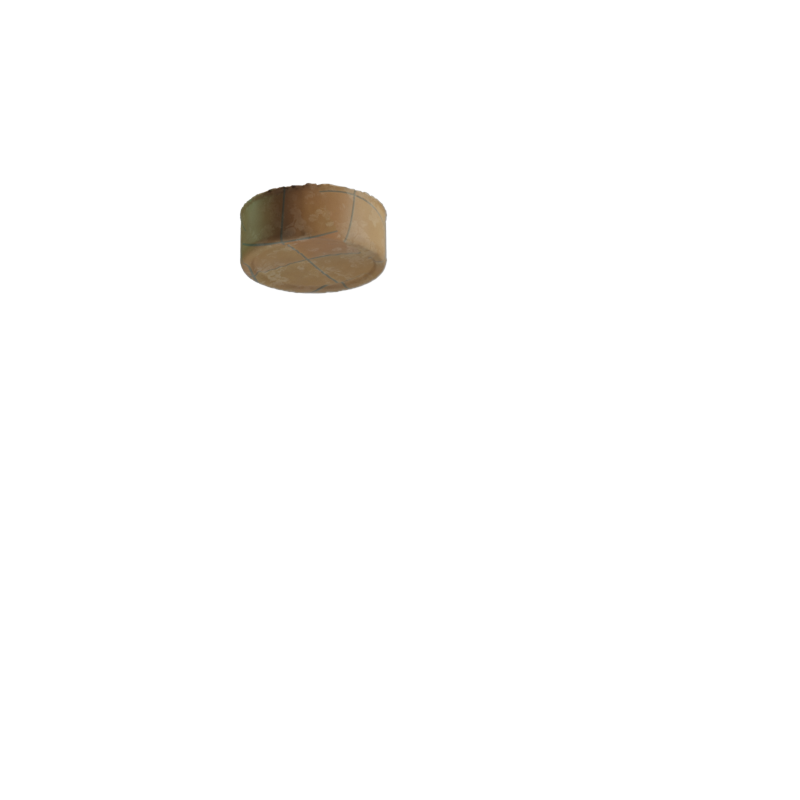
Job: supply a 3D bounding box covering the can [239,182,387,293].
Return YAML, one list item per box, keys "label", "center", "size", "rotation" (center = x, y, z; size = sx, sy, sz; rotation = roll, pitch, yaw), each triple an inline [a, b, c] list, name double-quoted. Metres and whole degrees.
- label: "can"
  center: [-0.050, -0.091, 0.641]
  size: [0.086, 0.035, 0.082]
  rotation: [0, -18, -2]
